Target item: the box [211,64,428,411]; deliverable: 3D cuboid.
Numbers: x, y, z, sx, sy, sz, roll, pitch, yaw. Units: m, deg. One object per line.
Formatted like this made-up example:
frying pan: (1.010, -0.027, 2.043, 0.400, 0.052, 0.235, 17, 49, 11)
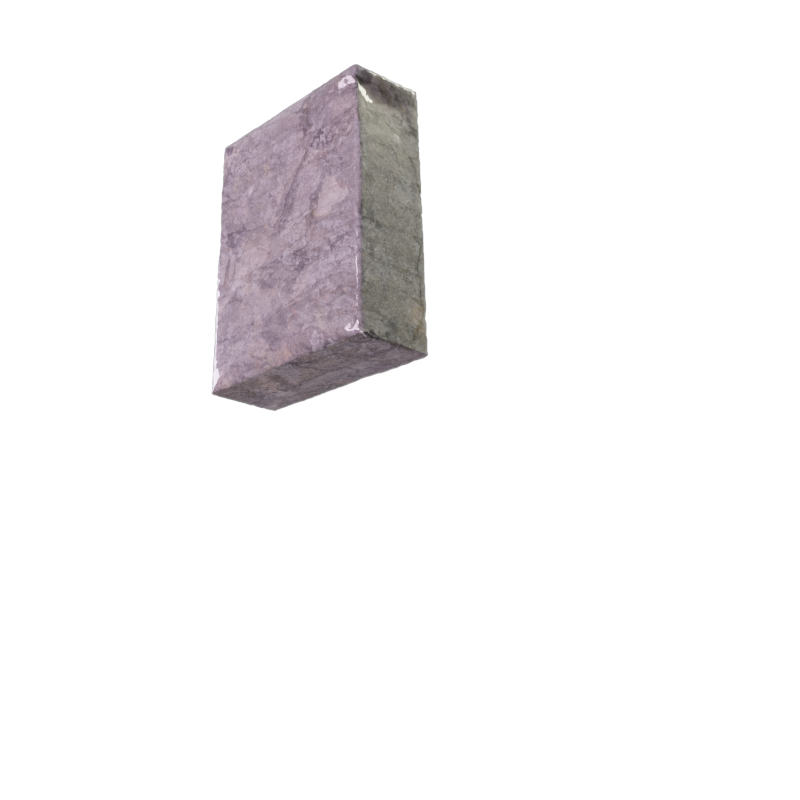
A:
box: (-0.064, -0.117, 0.820, 0.068, 0.226, 0.165, 20, -30, -40)
